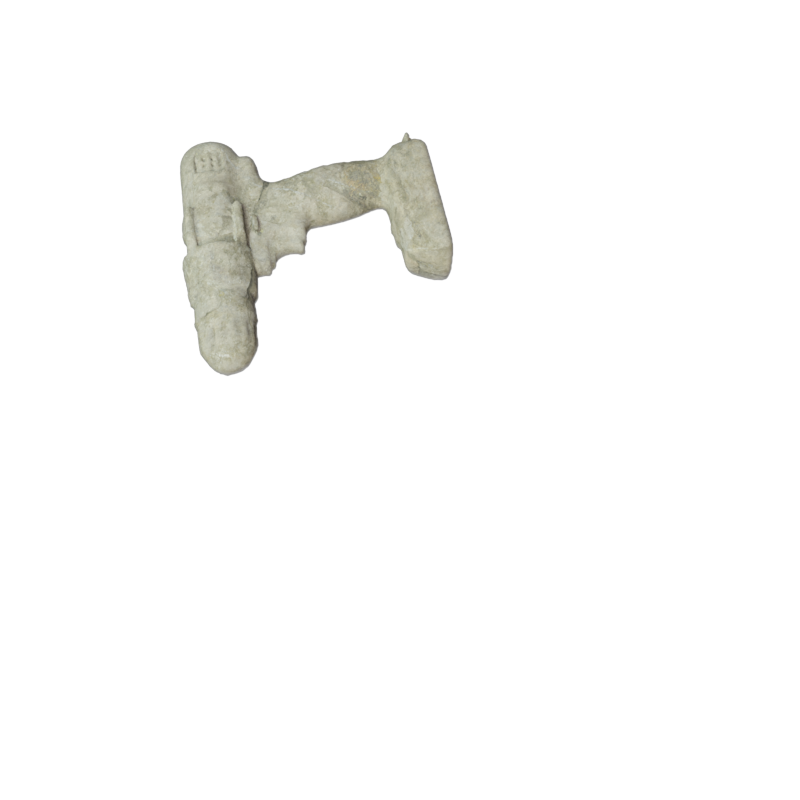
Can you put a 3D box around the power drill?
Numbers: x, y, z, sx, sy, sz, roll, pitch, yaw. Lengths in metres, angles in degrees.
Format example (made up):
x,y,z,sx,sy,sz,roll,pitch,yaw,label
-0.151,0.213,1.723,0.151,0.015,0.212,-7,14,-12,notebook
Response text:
x,y,z,sx,sy,sz,roll,pitch,yaw,label
-0.062,-0.112,0.786,0.187,0.197,0.054,-8,-29,-5,power drill
